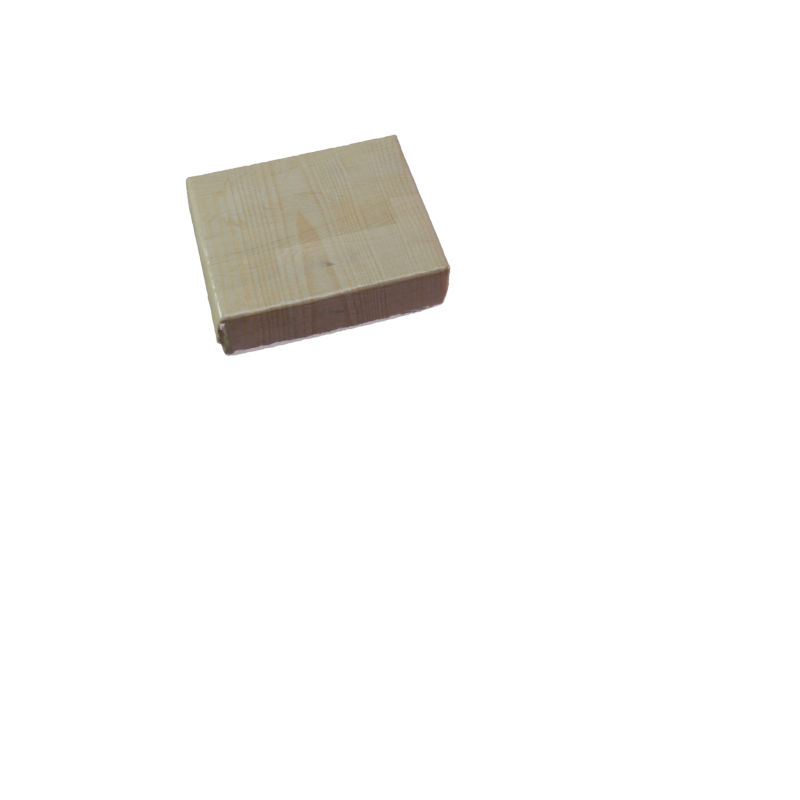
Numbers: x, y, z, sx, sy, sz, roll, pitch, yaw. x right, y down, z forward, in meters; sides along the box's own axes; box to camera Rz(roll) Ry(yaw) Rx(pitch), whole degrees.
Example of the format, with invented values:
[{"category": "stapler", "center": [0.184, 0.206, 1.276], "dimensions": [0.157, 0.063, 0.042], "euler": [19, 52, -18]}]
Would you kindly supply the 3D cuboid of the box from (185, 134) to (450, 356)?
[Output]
[{"category": "box", "center": [-0.043, -0.078, 0.545], "dimensions": [0.113, 0.097, 0.036], "euler": [-13, -33, -9]}]
